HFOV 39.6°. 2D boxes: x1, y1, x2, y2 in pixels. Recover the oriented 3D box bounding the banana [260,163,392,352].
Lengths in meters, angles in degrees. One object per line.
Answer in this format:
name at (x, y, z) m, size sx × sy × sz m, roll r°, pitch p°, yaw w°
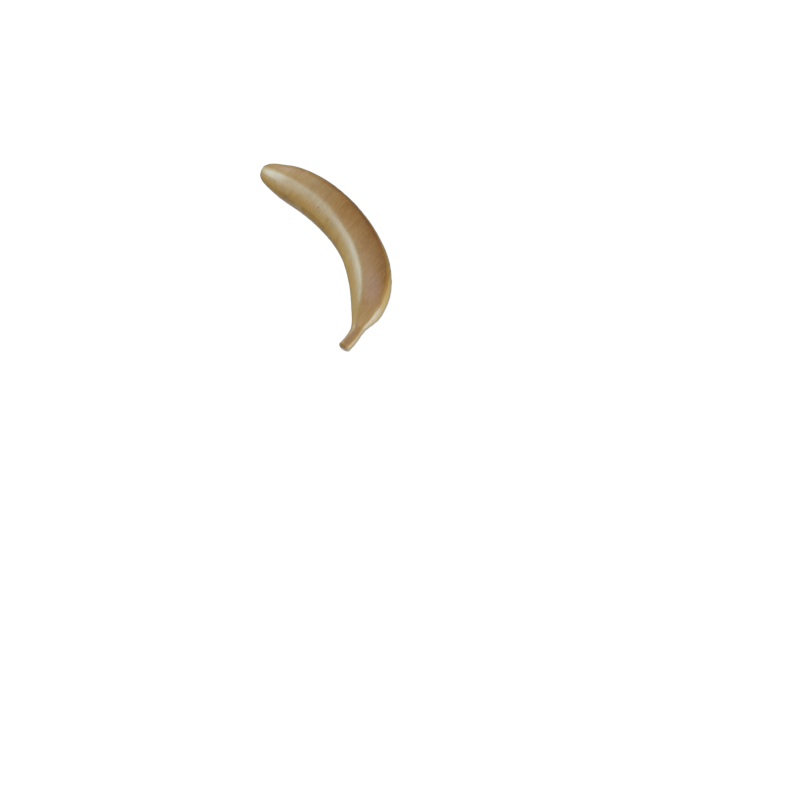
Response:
banana at (-0.055, -0.138, 0.946) m, size 0.069 × 0.212 × 0.034 m, roll -19°, pitch -30°, yaw -12°
